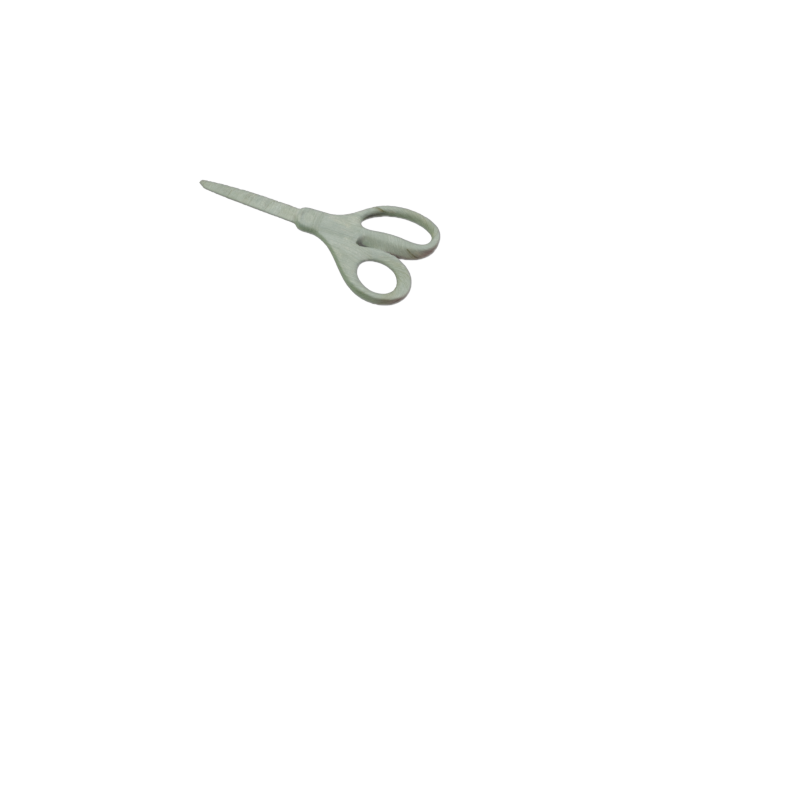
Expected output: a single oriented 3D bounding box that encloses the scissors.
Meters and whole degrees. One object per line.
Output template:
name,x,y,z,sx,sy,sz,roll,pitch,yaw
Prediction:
scissors,-0.070,-0.127,0.892,0.203,0.102,0.015,6,-28,3
